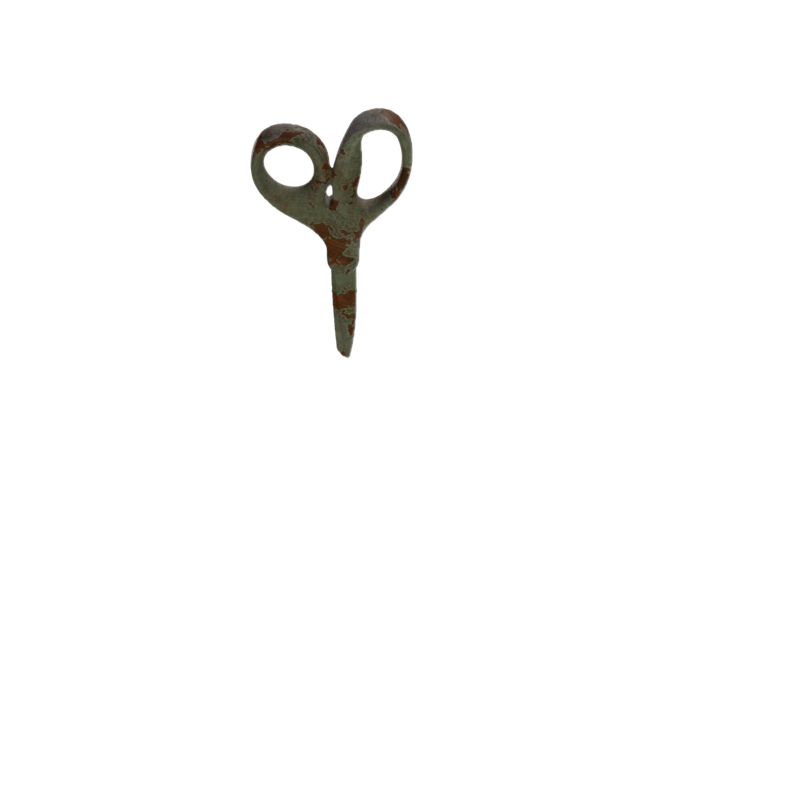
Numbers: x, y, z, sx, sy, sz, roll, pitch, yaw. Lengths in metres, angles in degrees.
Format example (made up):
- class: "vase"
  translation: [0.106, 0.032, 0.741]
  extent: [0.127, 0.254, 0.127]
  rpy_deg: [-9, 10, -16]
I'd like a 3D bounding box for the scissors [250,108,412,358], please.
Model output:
- class: "scissors"
  translation: [-0.050, -0.092, 0.643]
  extent: [0.094, 0.017, 0.192]
  rpy_deg: [11, -41, -13]
